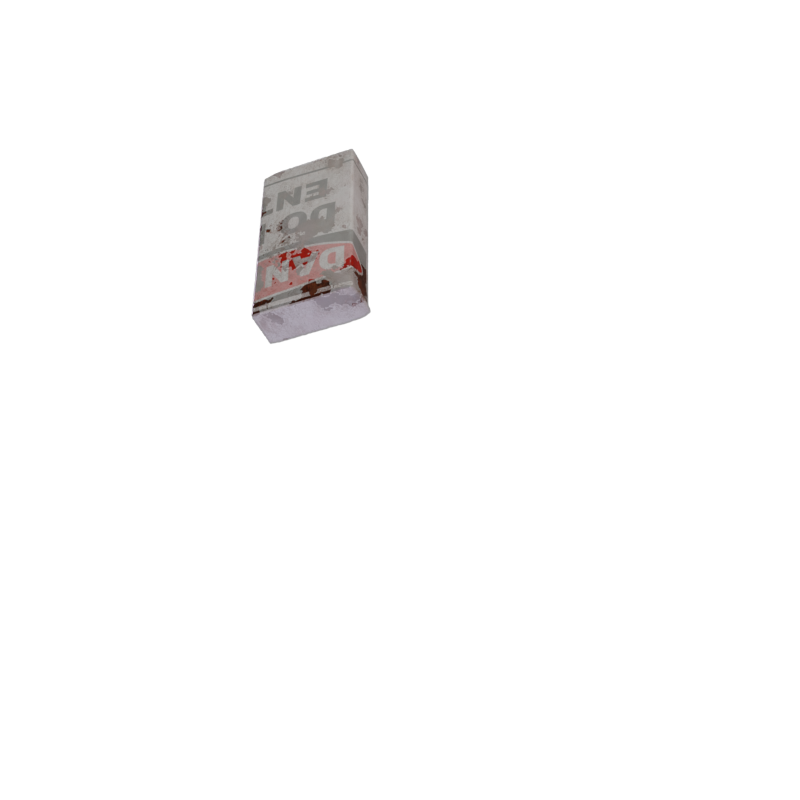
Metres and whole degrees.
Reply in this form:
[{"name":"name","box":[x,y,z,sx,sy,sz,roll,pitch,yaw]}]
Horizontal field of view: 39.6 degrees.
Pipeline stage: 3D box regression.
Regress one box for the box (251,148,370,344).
[{"name":"box","box":[-0.076,-0.138,0.963,0.094,0.189,0.044,-16,-42,15]}]
